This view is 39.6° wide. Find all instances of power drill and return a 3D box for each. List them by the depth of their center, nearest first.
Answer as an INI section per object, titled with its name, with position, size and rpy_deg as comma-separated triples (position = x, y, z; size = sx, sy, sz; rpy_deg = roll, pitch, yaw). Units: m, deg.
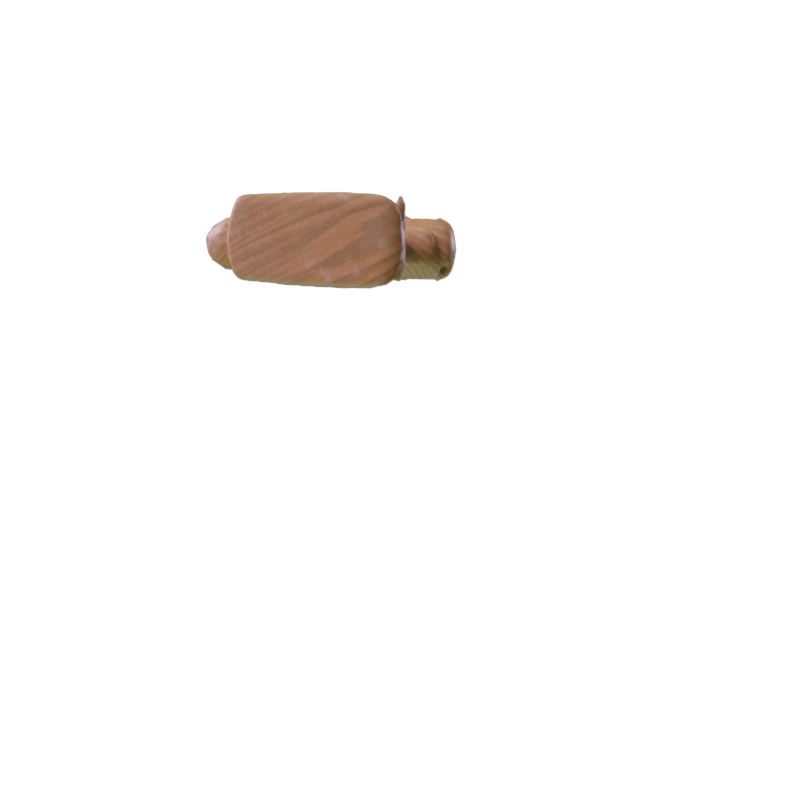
[power drill]
position = -0.058, -0.106, 0.746
size = 0.187, 0.057, 0.187
rpy_deg = 1, 7, 7
